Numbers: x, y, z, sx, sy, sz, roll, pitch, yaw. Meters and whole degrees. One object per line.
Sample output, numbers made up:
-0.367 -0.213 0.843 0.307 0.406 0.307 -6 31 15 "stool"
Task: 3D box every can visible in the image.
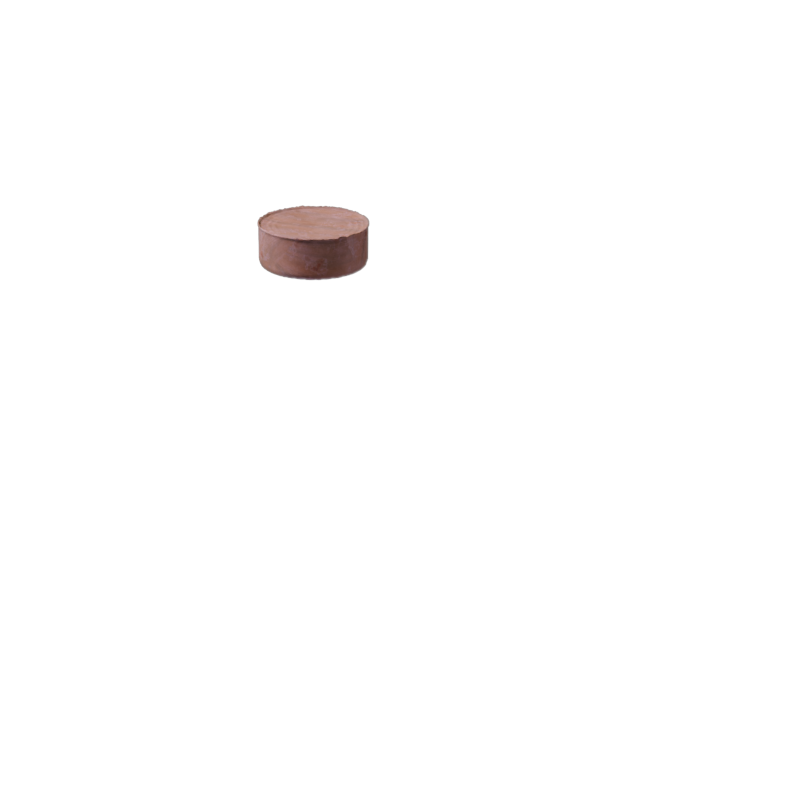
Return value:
-0.067 -0.122 0.851 0.086 0.032 0.090 -1 25 -2 "can"
